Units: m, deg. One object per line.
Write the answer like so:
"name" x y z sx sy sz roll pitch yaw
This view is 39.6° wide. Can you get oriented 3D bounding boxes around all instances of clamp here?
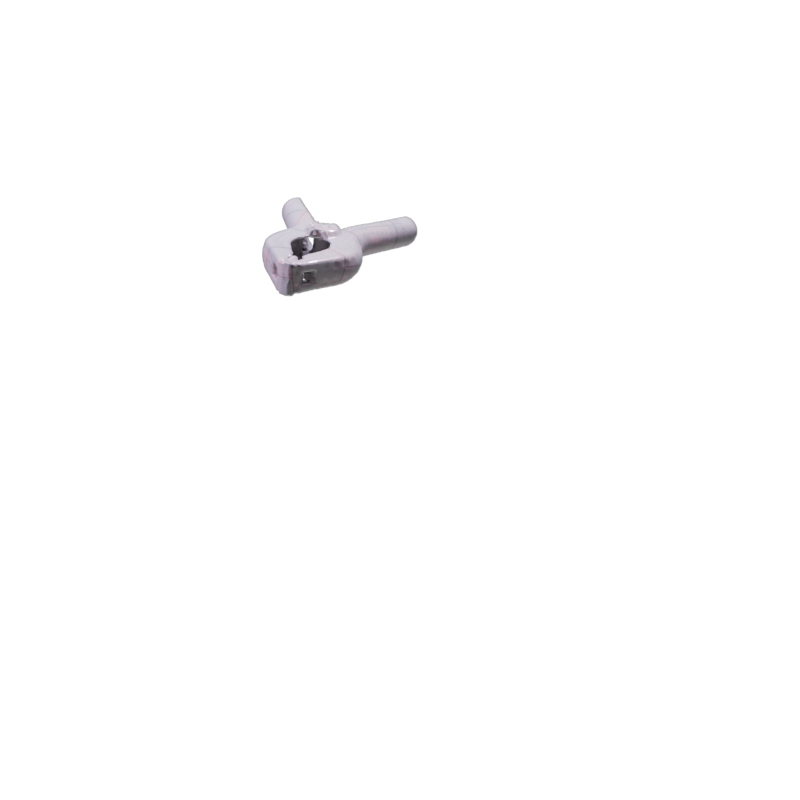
"clamp" -0.071 -0.129 0.905 0.125 0.038 0.172 10 24 23
